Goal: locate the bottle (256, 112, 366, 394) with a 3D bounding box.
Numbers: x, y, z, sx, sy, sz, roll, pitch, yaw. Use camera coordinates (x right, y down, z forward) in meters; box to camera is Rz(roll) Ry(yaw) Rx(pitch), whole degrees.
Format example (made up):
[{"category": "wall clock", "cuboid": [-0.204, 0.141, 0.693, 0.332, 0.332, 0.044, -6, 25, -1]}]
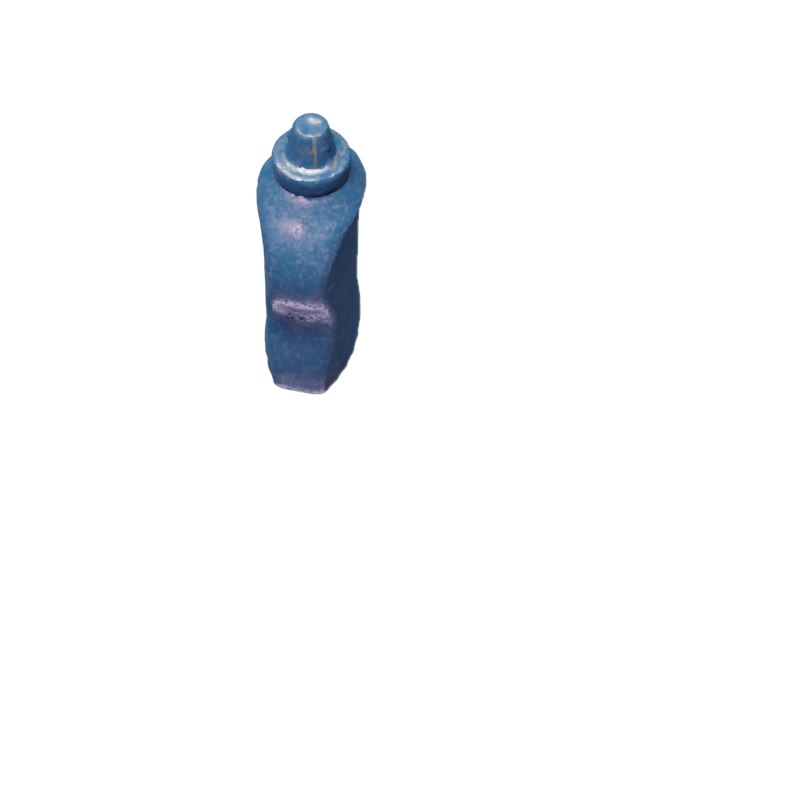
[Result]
[{"category": "bottle", "cuboid": [-0.049, -0.089, 0.626, 0.059, 0.101, 0.179, 11, -32, 3]}]
